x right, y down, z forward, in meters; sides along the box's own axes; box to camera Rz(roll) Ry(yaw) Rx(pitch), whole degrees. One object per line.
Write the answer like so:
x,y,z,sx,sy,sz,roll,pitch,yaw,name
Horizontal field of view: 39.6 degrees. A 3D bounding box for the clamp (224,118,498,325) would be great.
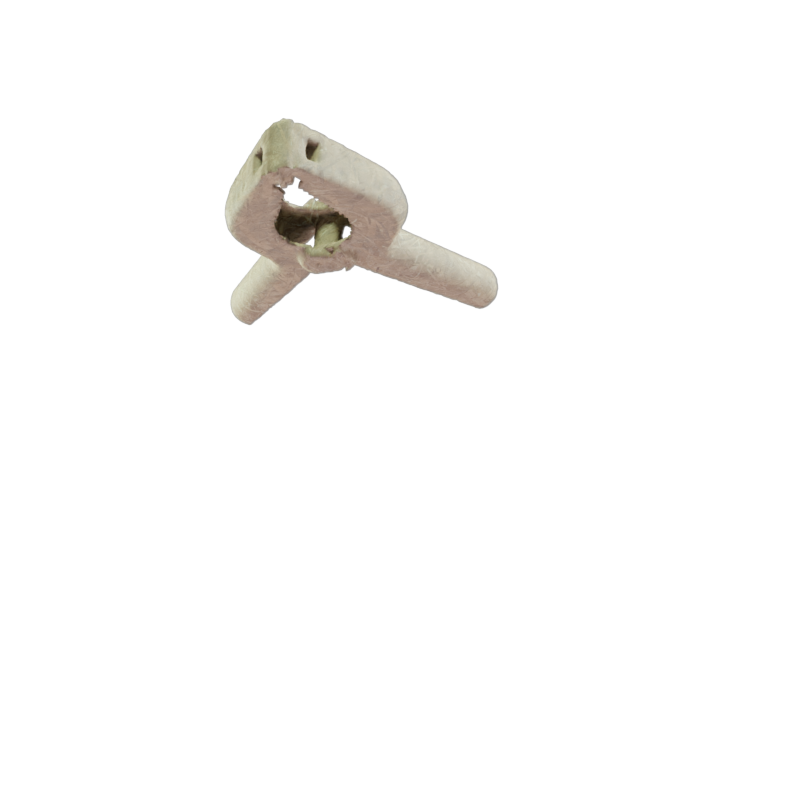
-0.047,-0.087,0.607,0.167,0.038,0.196,-6,-19,17,clamp
